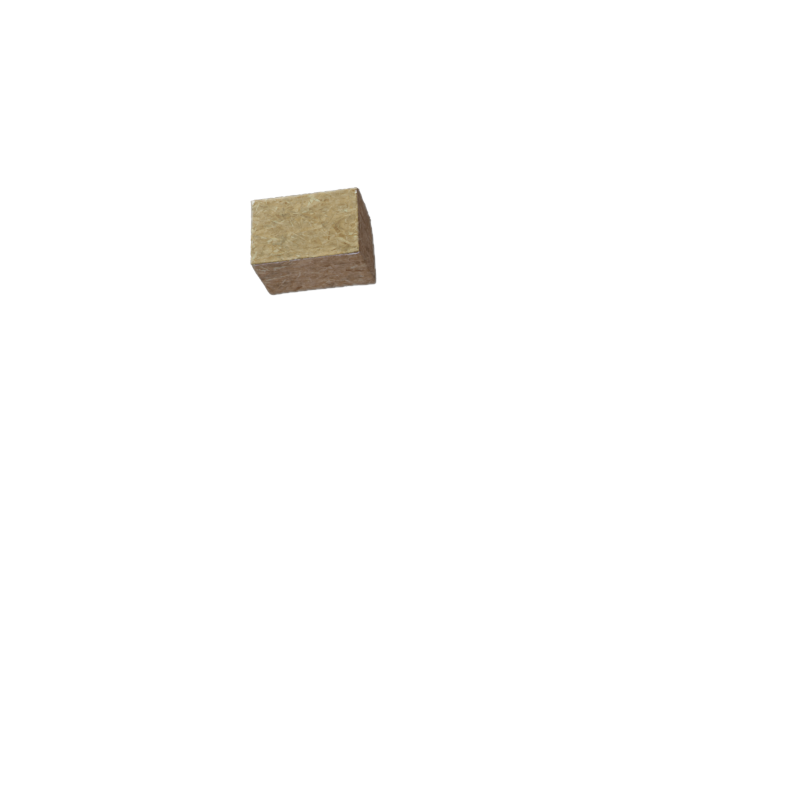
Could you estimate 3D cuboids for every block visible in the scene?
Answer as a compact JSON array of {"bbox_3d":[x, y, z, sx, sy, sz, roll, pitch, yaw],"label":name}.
[{"bbox_3d":[-0.060,-0.109,0.762,0.079,0.054,0.049,-5,-24,11],"label":"block"}]
